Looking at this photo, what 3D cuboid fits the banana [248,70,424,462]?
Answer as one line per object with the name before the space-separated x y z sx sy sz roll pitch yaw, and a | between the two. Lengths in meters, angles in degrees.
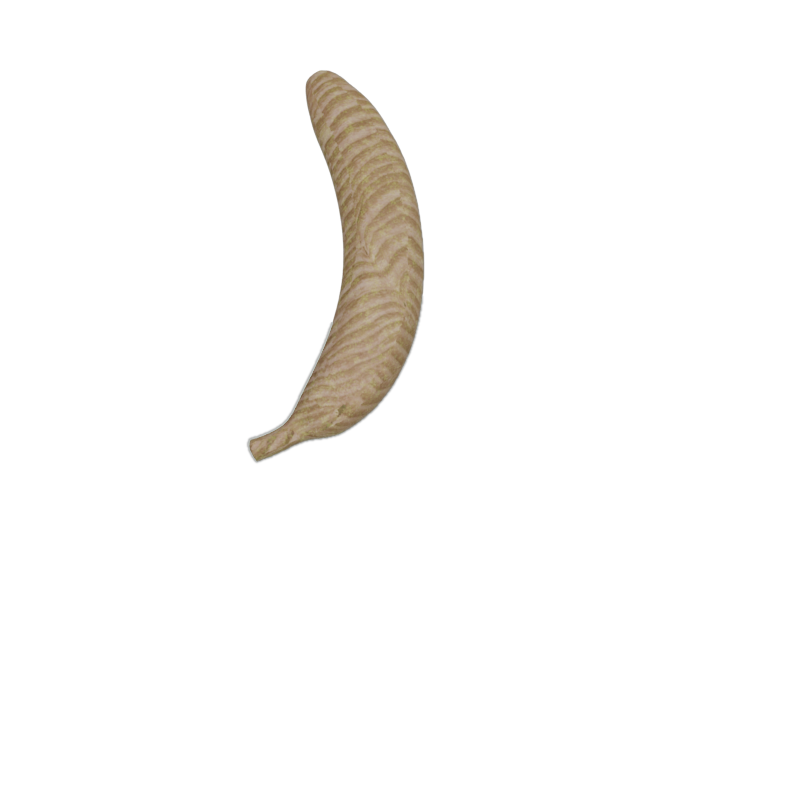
banana | -0.023 -0.068 0.515 0.070 0.207 0.035 6 -22 2
